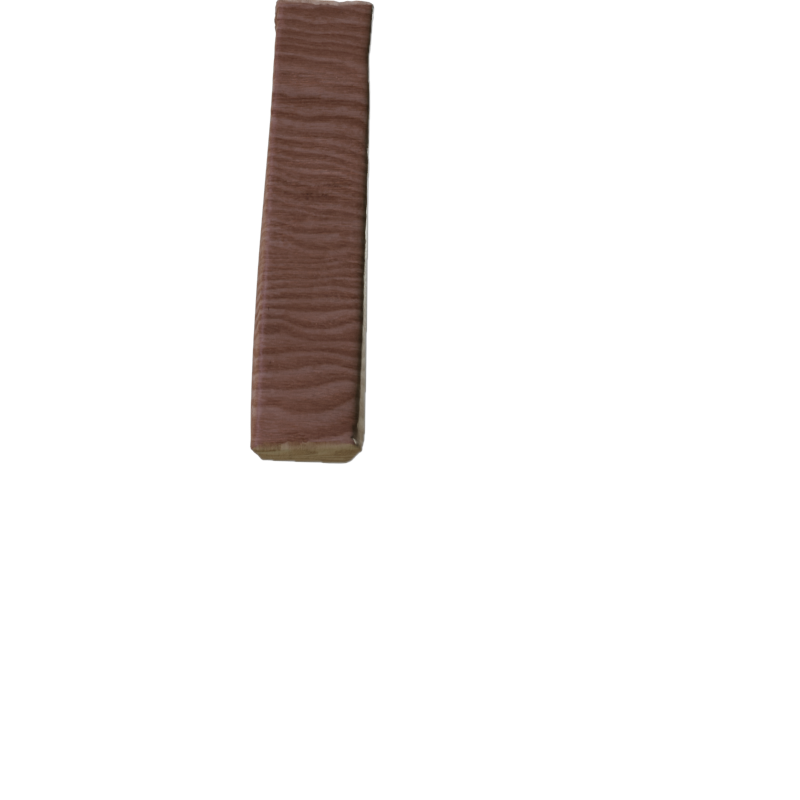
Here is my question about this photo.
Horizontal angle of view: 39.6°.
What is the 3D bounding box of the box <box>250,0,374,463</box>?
[{"bbox_3d":[-0.036,-0.065,0.458,0.048,0.182,0.091,0,-12,-5],"label":"box"}]
